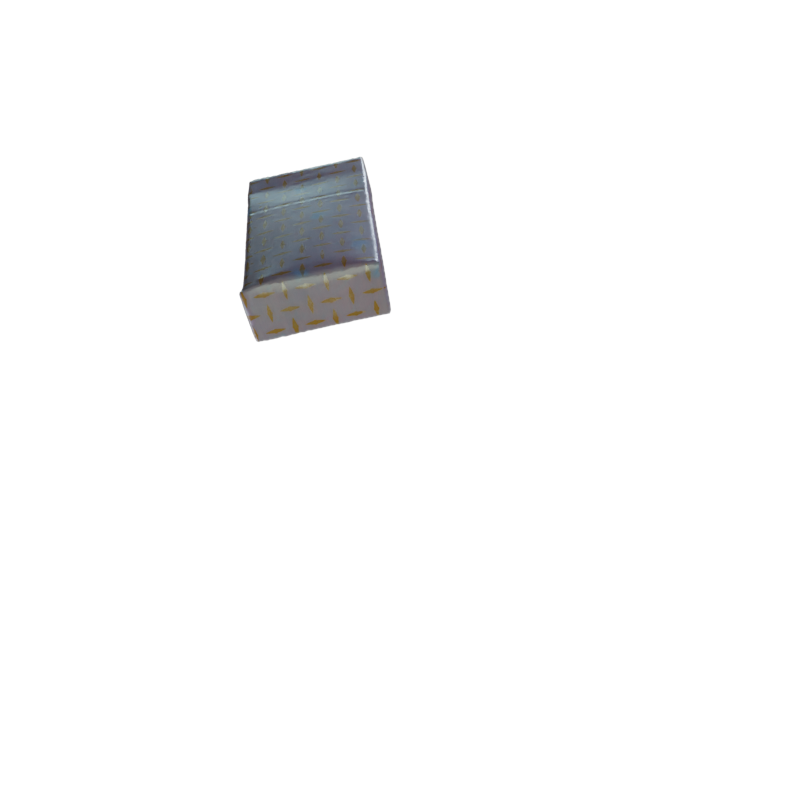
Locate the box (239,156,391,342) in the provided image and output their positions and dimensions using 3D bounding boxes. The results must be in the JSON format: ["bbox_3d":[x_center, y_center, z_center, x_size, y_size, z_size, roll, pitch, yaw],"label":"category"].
[{"bbox_3d":[-0.061,-0.111,0.782,0.094,0.045,0.187,-12,31,3],"label":"box"}]
